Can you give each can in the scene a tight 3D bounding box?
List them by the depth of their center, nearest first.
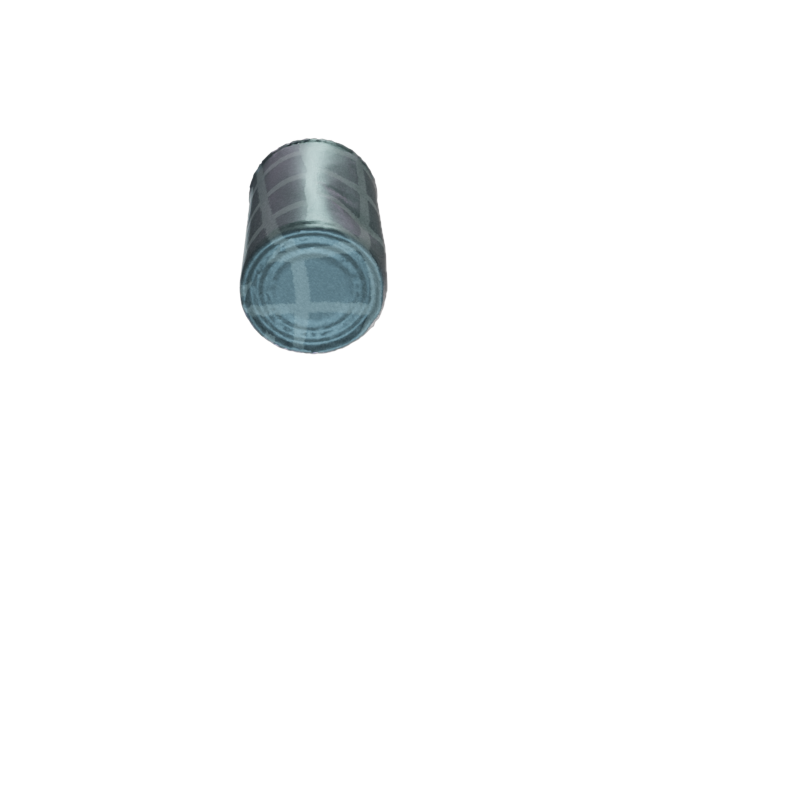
[{"bbox_3d":[-0.042,-0.077,0.540,0.068,0.064,0.109,-1,32,-3],"label":"can"}]
